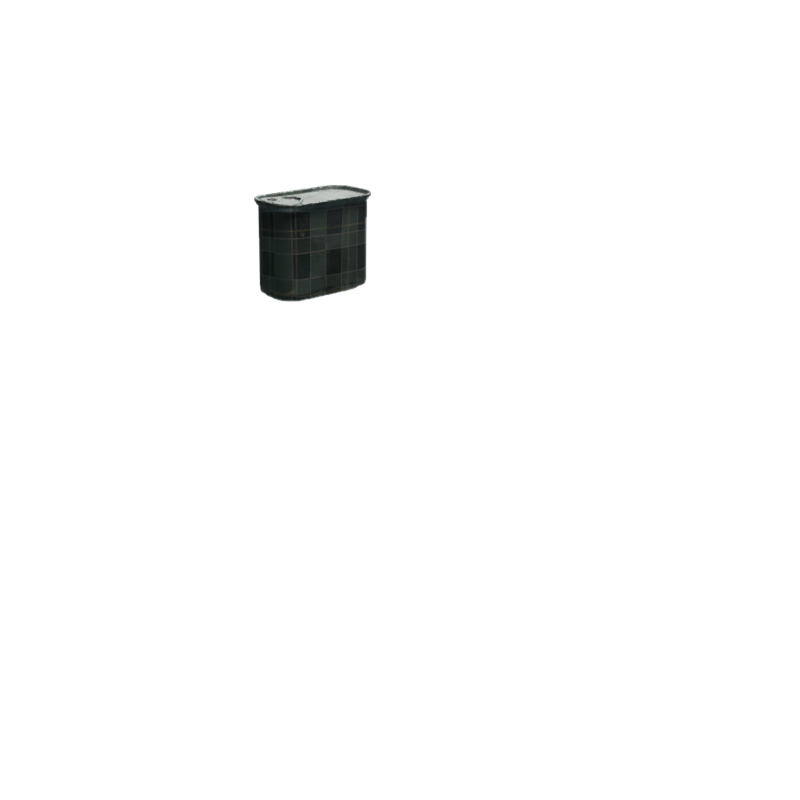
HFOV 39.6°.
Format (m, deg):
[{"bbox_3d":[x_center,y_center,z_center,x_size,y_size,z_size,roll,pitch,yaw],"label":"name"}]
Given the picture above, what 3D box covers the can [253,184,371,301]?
[{"bbox_3d":[-0.075,-0.136,0.955,0.100,0.081,0.061,-15,22,-39],"label":"can"}]
